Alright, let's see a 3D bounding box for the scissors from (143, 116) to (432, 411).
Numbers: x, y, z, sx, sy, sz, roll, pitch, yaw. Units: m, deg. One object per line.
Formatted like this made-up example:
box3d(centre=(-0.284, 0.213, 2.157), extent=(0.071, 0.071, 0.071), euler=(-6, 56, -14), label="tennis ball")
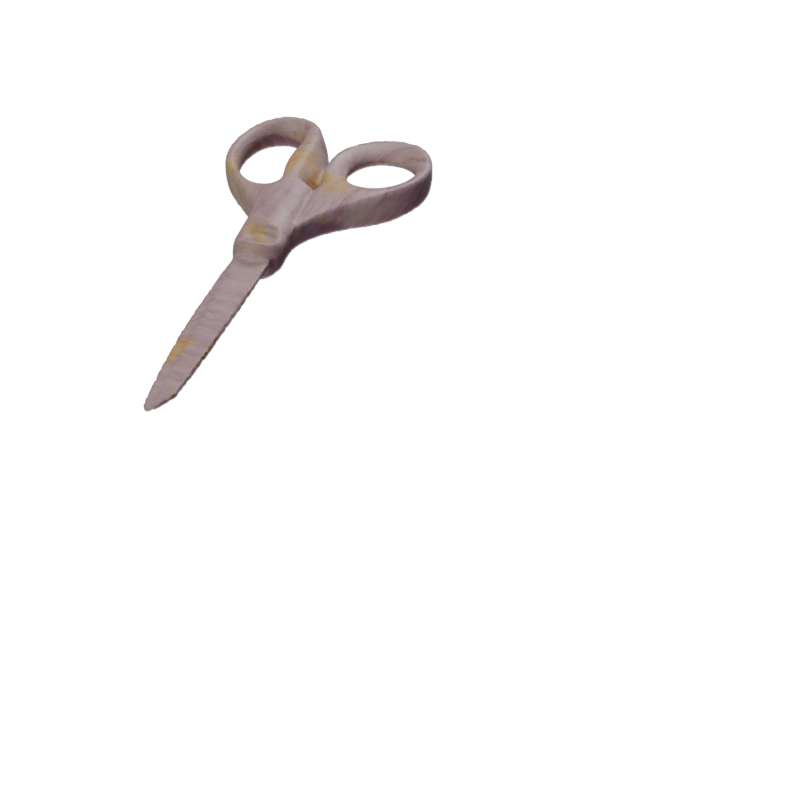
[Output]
box3d(centre=(-0.033, -0.059, 0.416), extent=(0.096, 0.015, 0.215), euler=(-1, 36, -1), label="scissors")
